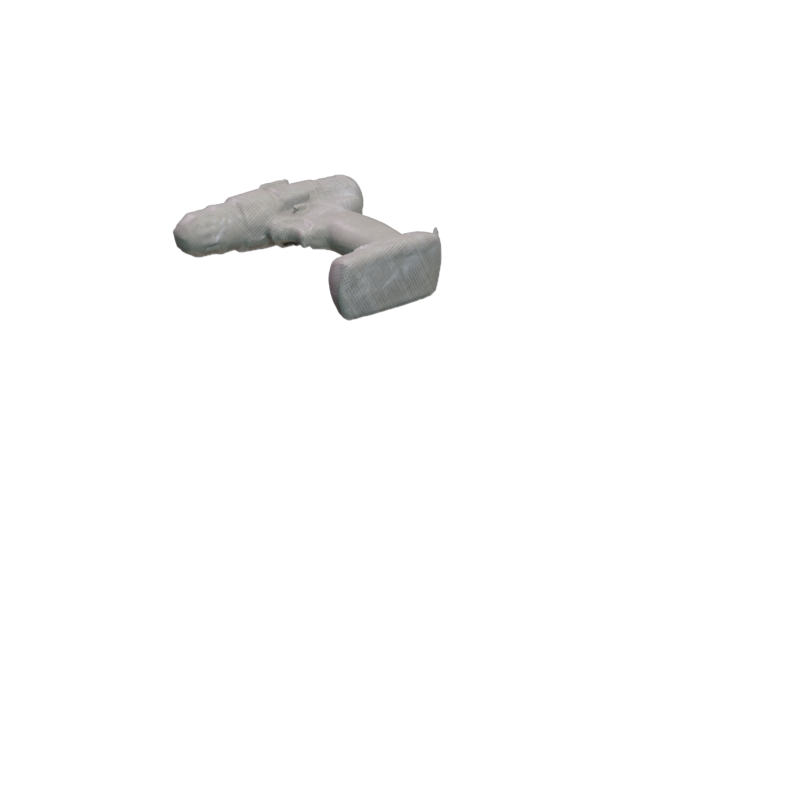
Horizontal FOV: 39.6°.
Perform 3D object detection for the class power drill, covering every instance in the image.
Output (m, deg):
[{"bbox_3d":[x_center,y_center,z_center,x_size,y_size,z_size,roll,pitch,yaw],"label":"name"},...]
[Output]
[{"bbox_3d":[-0.072,-0.132,0.924,0.182,0.054,0.202,-21,38,-30],"label":"power drill"}]
